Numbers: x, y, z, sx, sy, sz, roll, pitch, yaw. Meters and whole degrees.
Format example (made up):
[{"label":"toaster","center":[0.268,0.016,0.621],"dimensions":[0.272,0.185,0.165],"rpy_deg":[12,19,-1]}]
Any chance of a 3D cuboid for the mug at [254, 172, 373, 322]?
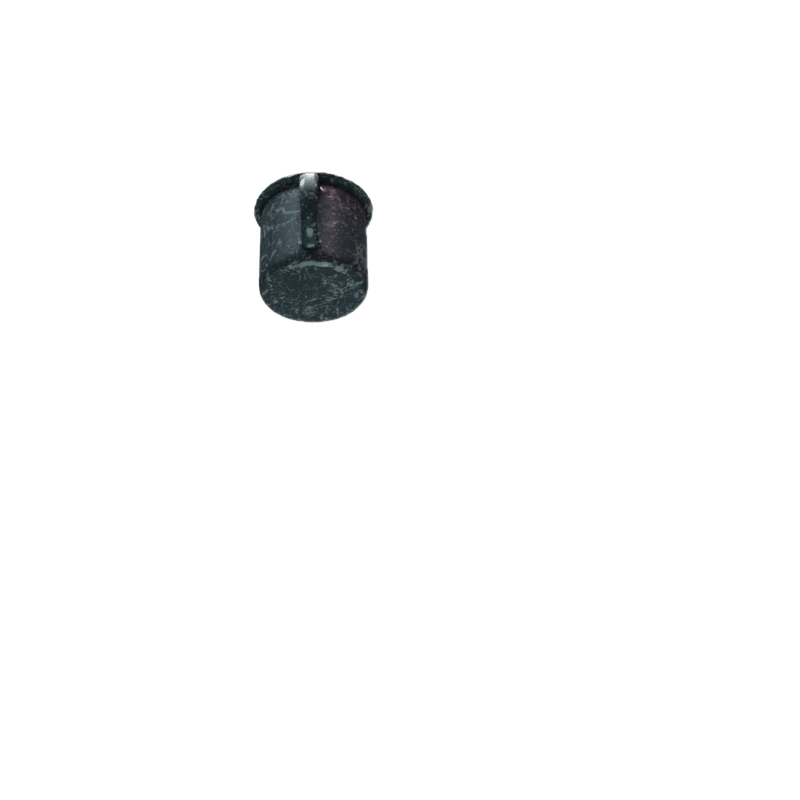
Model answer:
[{"label":"mug","center":[-0.065,-0.119,0.833],"dimensions":[0.093,0.087,0.109],"rpy_deg":[0,-34,-2]}]
